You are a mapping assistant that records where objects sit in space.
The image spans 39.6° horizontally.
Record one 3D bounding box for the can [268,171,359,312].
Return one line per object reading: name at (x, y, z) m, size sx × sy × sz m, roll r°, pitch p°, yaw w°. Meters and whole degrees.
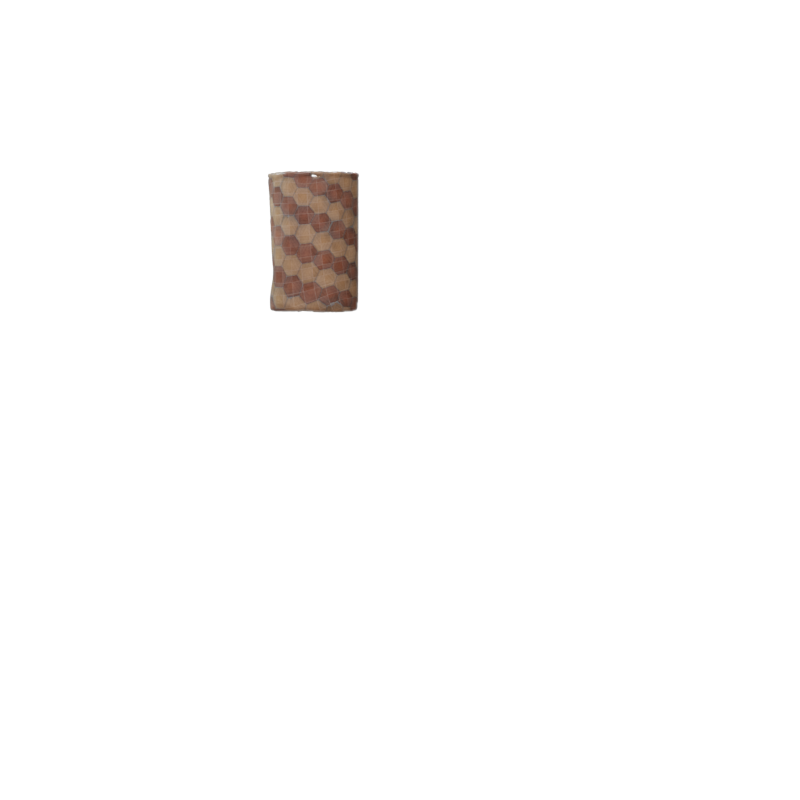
can at (-0.065, -0.118, 0.827) m, size 0.068 × 0.102 × 0.069 m, roll 0°, pitch 2°, yaw -2°
